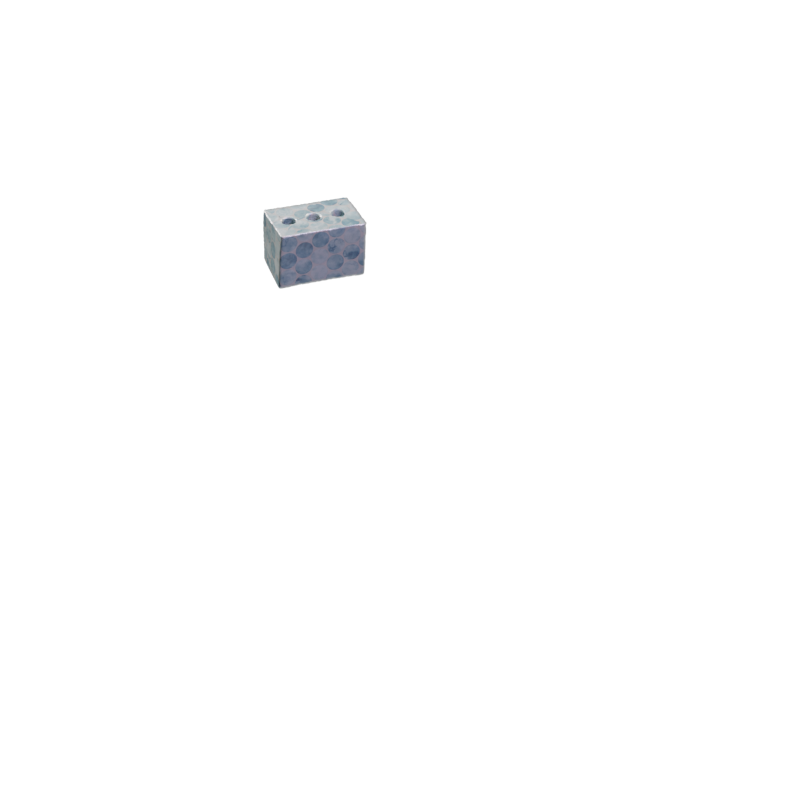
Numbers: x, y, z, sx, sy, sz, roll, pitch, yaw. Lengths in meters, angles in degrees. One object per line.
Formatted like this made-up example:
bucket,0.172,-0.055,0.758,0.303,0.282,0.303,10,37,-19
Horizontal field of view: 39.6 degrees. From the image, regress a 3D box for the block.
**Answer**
block,-0.074,-0.136,0.951,0.077,0.048,0.057,-12,37,-17
